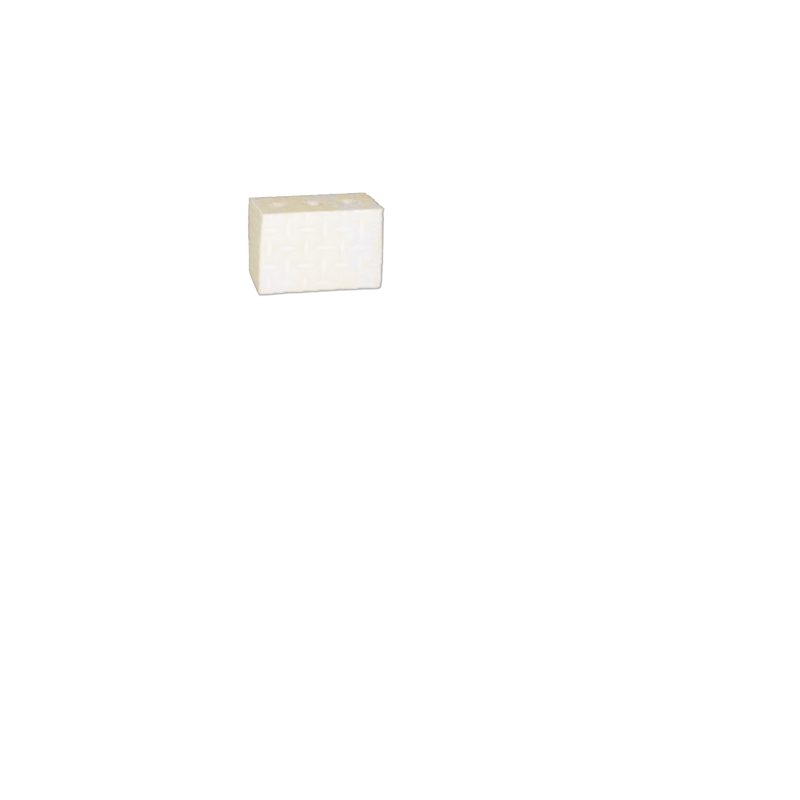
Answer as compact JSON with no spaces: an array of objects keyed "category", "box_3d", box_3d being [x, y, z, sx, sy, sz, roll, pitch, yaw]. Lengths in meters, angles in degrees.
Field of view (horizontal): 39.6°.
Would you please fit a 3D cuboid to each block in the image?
[{"category":"block","box_3d":[-0.054,-0.099,0.690,0.077,0.049,0.056,-4,20,-13]}]
